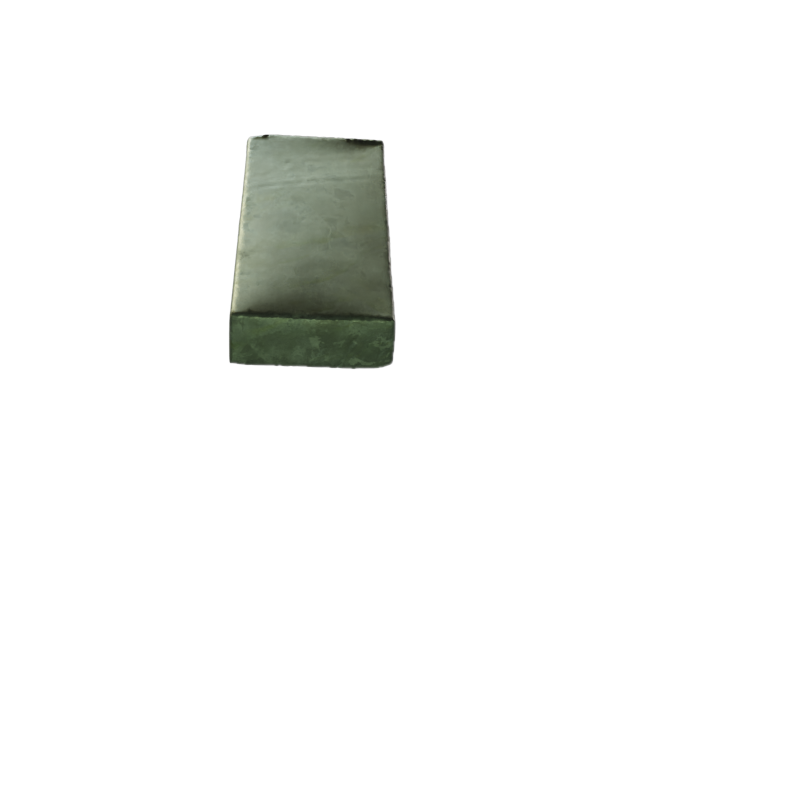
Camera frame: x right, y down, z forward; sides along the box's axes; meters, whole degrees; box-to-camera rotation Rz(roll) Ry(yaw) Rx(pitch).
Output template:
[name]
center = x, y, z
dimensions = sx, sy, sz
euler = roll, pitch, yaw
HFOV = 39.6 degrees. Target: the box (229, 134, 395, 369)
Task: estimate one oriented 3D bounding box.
[box]
center = -0.053, -0.097, 0.677
dimensions = 0.093, 0.189, 0.045
euler = 1, -44, -4
